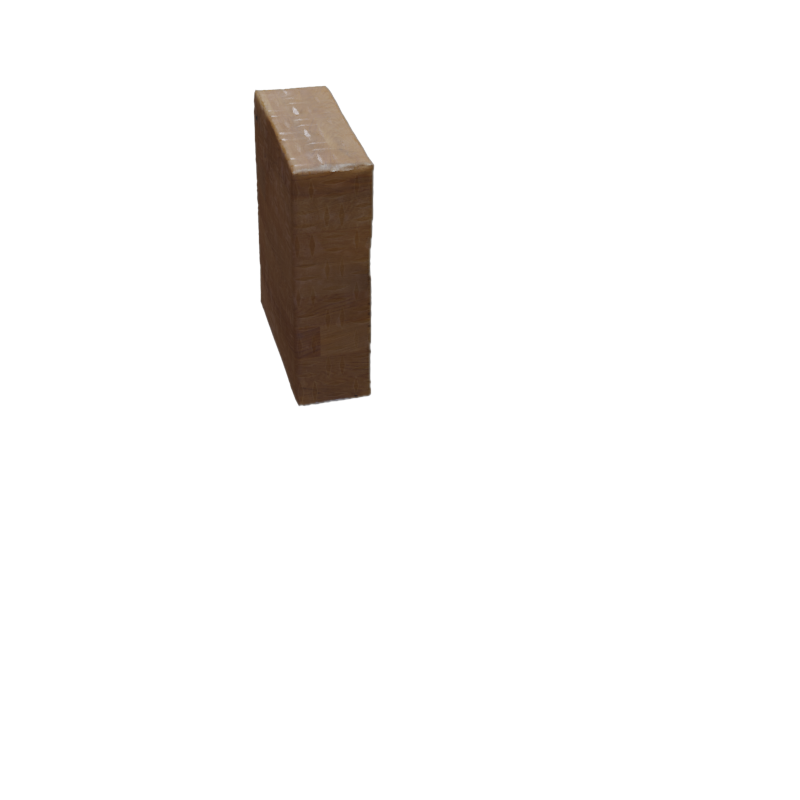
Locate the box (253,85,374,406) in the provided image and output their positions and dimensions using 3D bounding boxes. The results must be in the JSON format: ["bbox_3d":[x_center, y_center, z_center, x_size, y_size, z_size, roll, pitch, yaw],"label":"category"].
[{"bbox_3d":[-0.072,-0.131,0.915,0.071,0.201,0.177,-7,34,-14],"label":"box"}]
